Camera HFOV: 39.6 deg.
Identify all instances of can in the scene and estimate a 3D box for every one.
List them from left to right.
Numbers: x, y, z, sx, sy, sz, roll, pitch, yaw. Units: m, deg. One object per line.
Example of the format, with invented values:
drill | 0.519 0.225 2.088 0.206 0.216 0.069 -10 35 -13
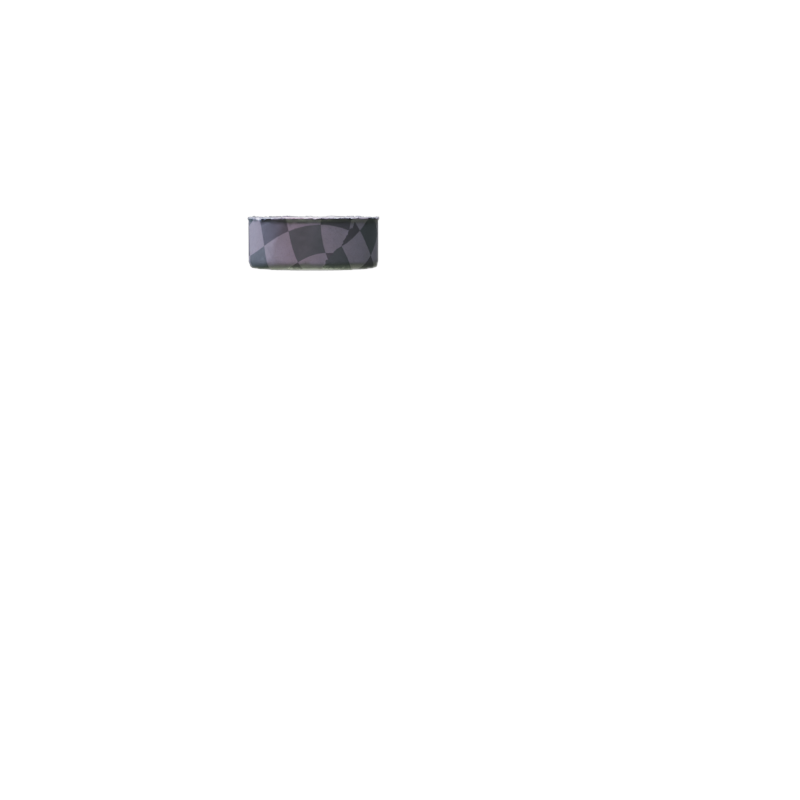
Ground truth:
can | -0.057 -0.103 0.722 0.086 0.033 0.087 0 9 -2
